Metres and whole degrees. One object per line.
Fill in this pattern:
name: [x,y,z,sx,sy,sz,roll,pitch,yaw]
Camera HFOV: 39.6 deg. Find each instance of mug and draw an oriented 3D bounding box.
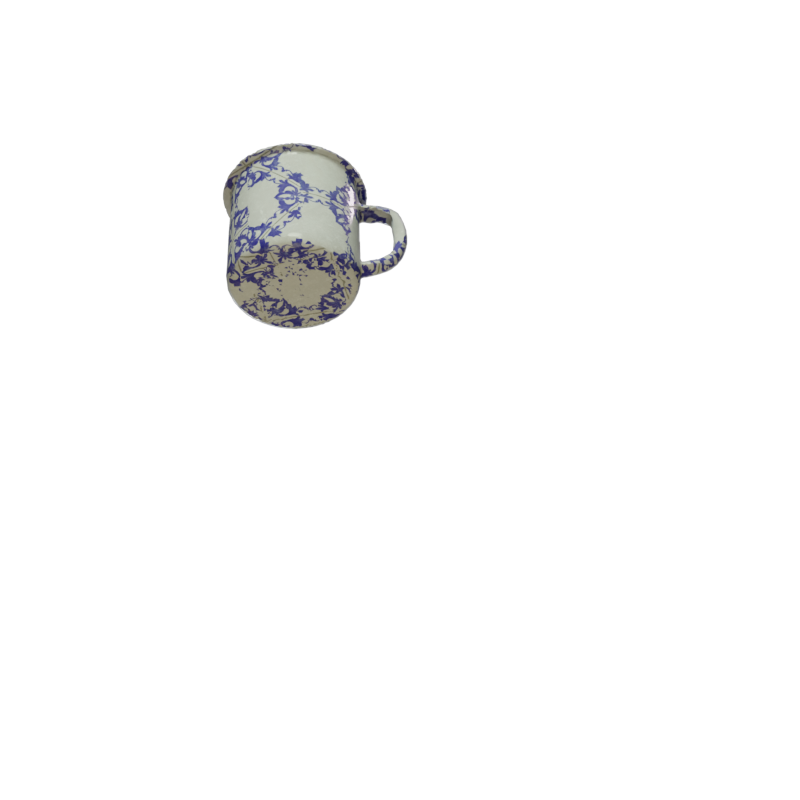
mug: [-0.054,-0.099,0.692,0.117,0.087,0.087,2,-41,-3]
